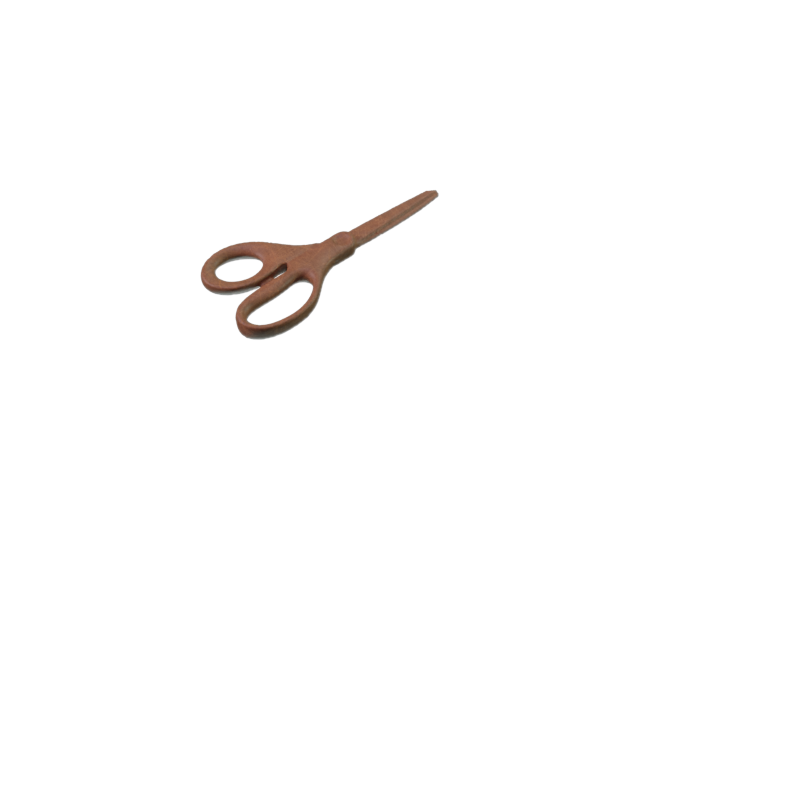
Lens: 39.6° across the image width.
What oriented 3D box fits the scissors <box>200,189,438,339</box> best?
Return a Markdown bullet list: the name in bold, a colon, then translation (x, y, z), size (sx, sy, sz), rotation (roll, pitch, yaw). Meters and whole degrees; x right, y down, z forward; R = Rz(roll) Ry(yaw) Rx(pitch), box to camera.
- **scissors**: translation (-0.063, -0.114, 0.800), size (0.101, 0.015, 0.207), rotation (23, 49, 21)
